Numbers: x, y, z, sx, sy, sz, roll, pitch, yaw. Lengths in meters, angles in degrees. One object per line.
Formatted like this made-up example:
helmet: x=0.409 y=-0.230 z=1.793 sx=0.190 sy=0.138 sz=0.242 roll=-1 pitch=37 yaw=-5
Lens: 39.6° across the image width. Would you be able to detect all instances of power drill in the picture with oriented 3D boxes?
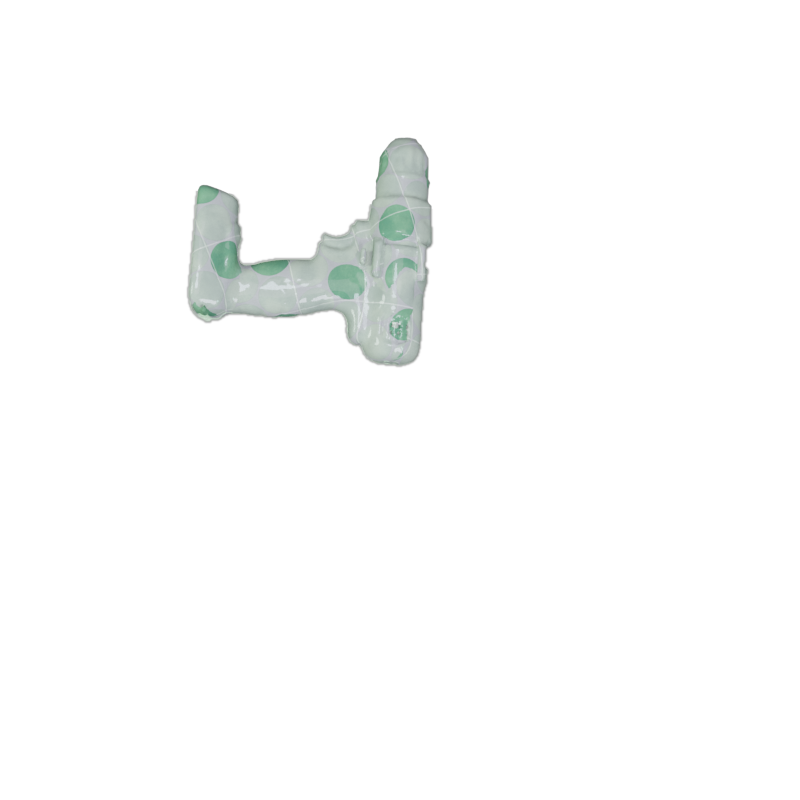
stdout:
power drill: x=-0.069 y=-0.125 z=0.876 sx=0.188 sy=0.191 sz=0.055 roll=4 pitch=-15 yaw=1
